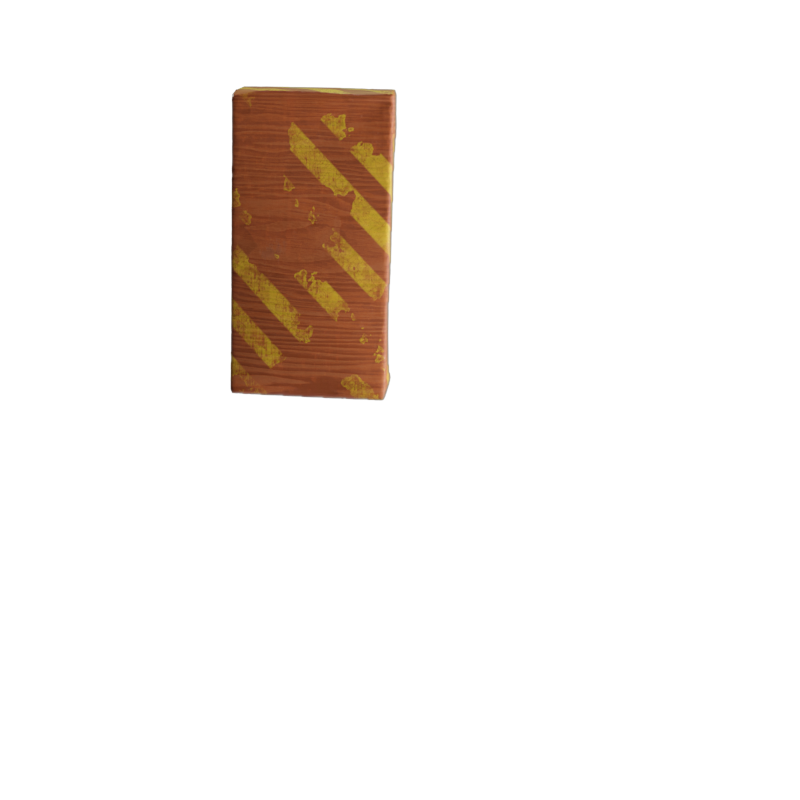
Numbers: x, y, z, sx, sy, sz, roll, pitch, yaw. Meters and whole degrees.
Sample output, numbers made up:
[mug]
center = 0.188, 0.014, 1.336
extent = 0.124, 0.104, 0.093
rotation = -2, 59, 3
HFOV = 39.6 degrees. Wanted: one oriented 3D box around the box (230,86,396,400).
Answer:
[box]
center = -0.050, -0.091, 0.640
extent = 0.094, 0.171, 0.049
rotation = 2, 13, 5
